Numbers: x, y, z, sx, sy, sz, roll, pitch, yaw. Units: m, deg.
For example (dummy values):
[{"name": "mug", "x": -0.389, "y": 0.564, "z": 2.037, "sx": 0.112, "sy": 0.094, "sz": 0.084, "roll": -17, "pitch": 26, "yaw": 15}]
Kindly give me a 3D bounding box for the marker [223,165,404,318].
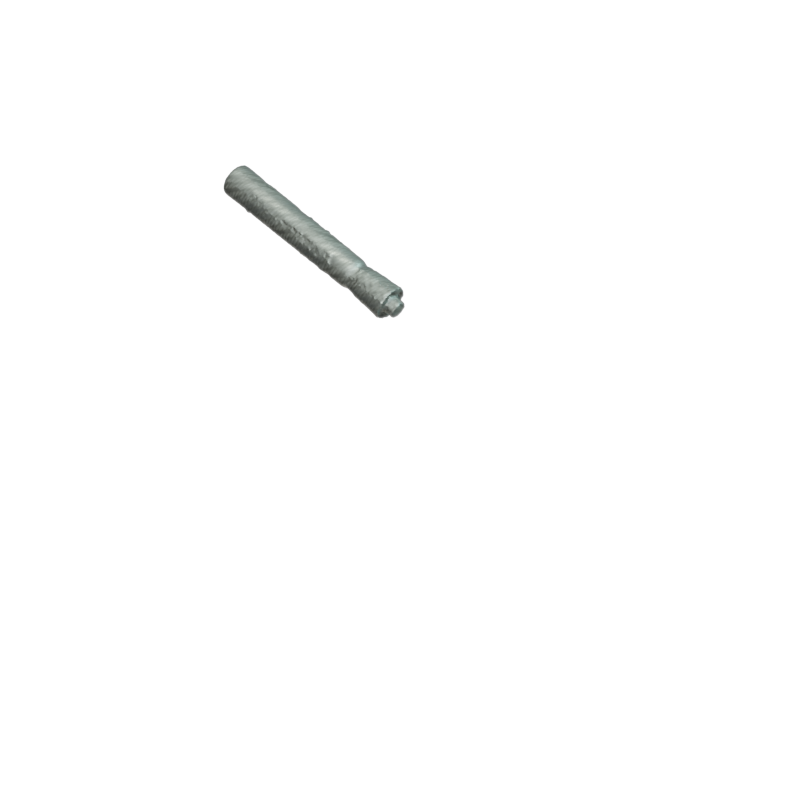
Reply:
[{"name": "marker", "x": -0.045, "y": -0.082, "z": 0.572, "sx": 0.128, "sy": 0.019, "sz": 0.019, "roll": 41, "pitch": 23, "yaw": 25}]
